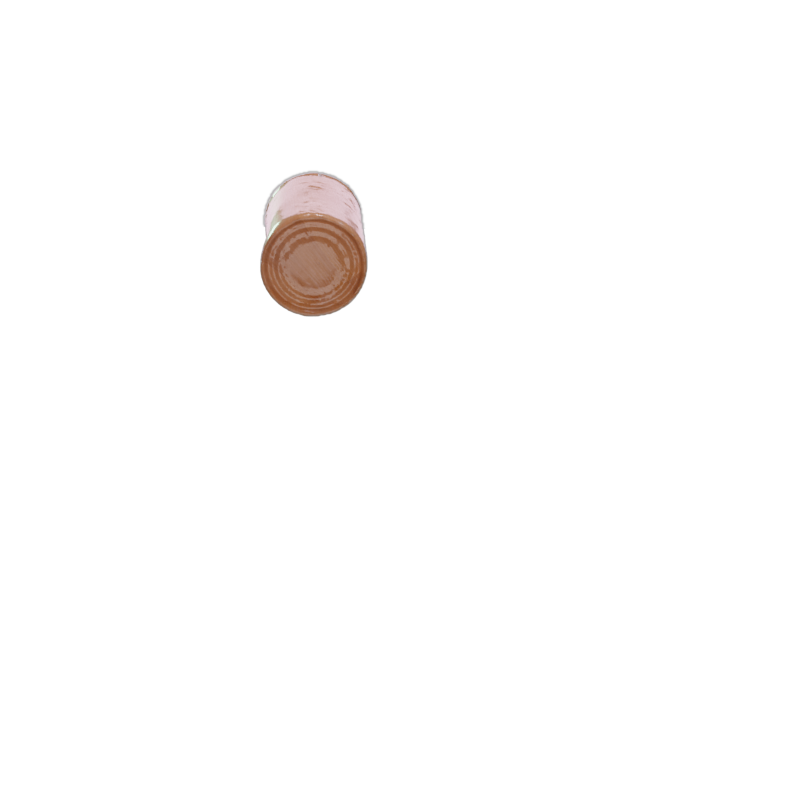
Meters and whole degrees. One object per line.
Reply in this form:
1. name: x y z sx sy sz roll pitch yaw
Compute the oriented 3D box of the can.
1. can: -0.056 -0.103 0.721 0.068 0.065 0.107 0 23 -3
